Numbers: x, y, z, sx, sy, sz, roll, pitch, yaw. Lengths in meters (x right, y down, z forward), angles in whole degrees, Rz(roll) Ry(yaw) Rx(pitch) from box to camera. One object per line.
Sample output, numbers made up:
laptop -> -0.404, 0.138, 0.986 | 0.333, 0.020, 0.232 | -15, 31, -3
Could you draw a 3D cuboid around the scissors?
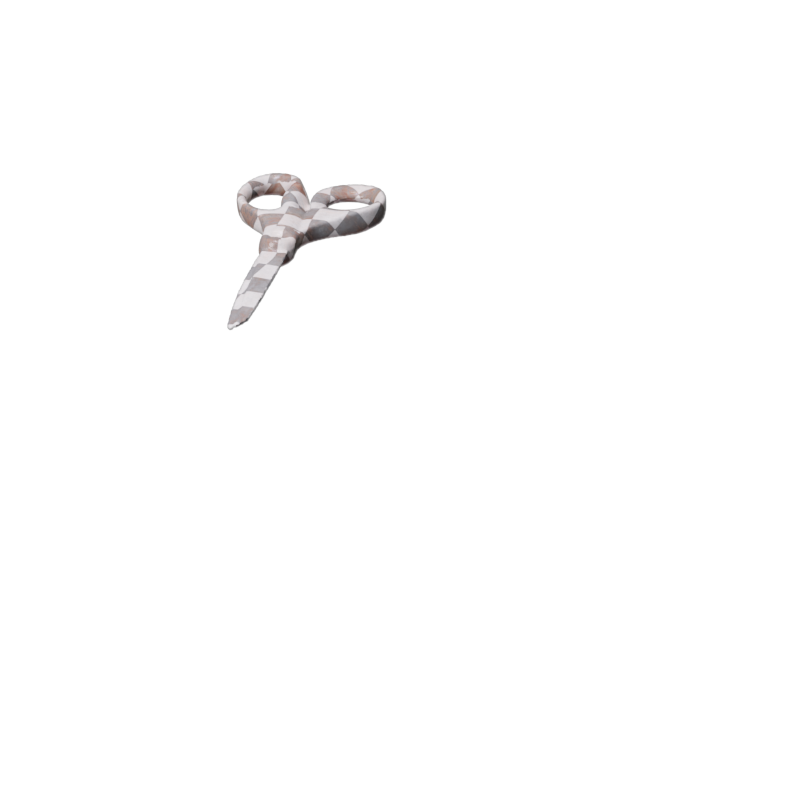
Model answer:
scissors -> -0.046, -0.084, 0.591 | 0.095, 0.015, 0.215 | -4, 29, -8
